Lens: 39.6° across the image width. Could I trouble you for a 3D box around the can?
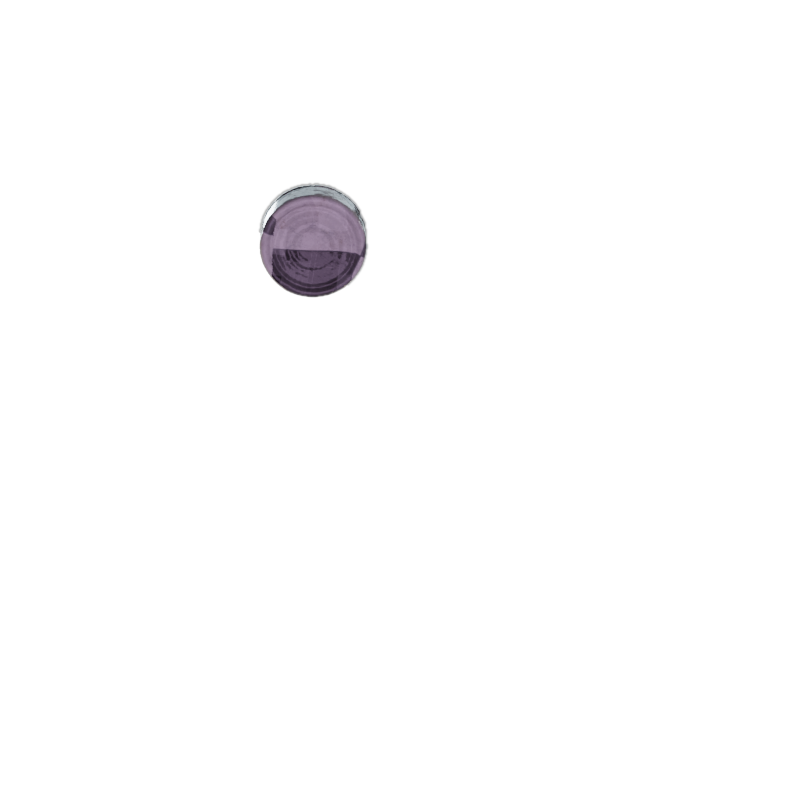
[{"bbox_3d":[-0.069,-0.126,0.882,0.086,0.082,0.035,0,20,-1],"label":"can"}]
